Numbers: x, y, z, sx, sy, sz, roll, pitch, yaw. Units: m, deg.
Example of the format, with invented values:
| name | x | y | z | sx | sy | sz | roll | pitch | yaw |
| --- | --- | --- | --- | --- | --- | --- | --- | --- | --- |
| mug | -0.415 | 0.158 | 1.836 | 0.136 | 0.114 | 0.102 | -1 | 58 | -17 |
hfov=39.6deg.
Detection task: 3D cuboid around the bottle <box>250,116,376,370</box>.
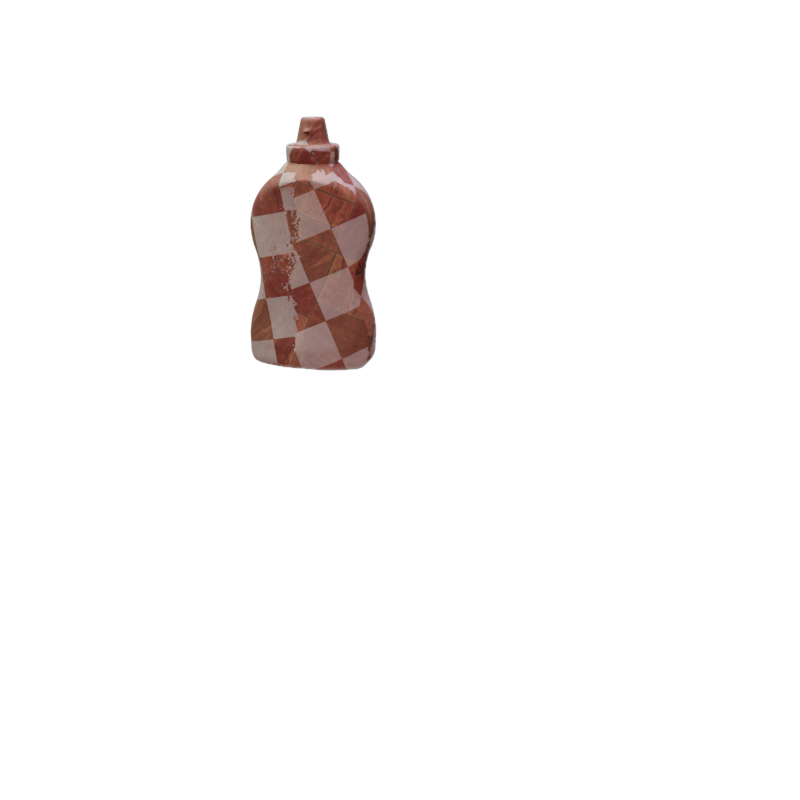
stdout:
| name | x | y | z | sx | sy | sz | roll | pitch | yaw |
| --- | --- | --- | --- | --- | --- | --- | --- | --- | --- |
| bottle | -0.067 | -0.122 | 0.855 | 0.098 | 0.187 | 0.058 | 4 | 11 | 15 |
